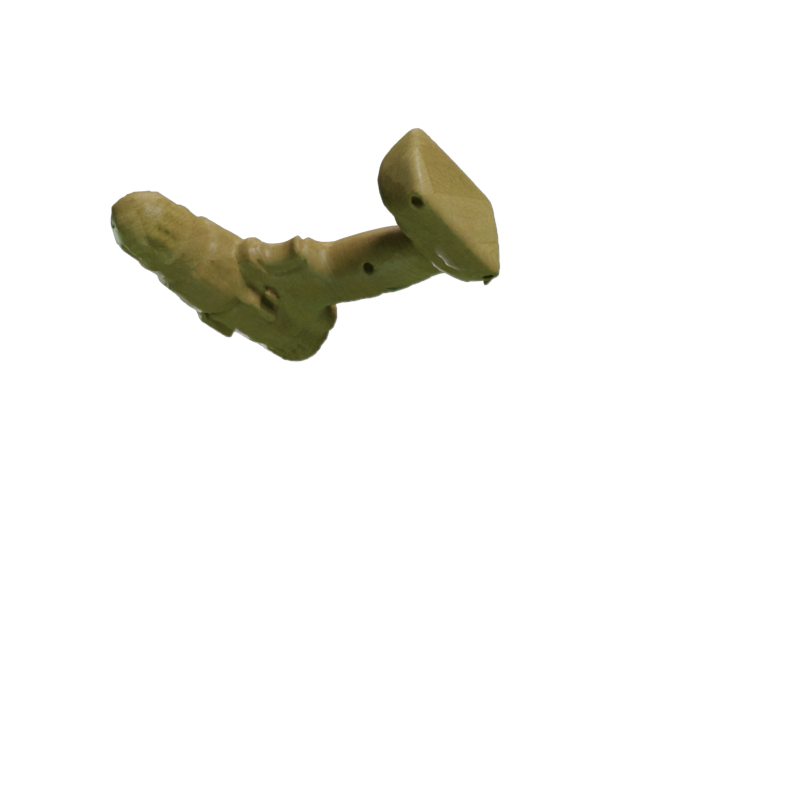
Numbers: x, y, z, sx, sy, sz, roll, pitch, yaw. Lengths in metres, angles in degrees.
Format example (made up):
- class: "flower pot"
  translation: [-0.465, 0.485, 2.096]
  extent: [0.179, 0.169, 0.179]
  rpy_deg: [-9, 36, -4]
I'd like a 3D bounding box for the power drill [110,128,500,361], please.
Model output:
- class: "power drill"
  translation: [-0.051, -0.093, 0.654]
  extent: [0.190, 0.061, 0.171]
  rpy_deg: [-16, -30, 29]
